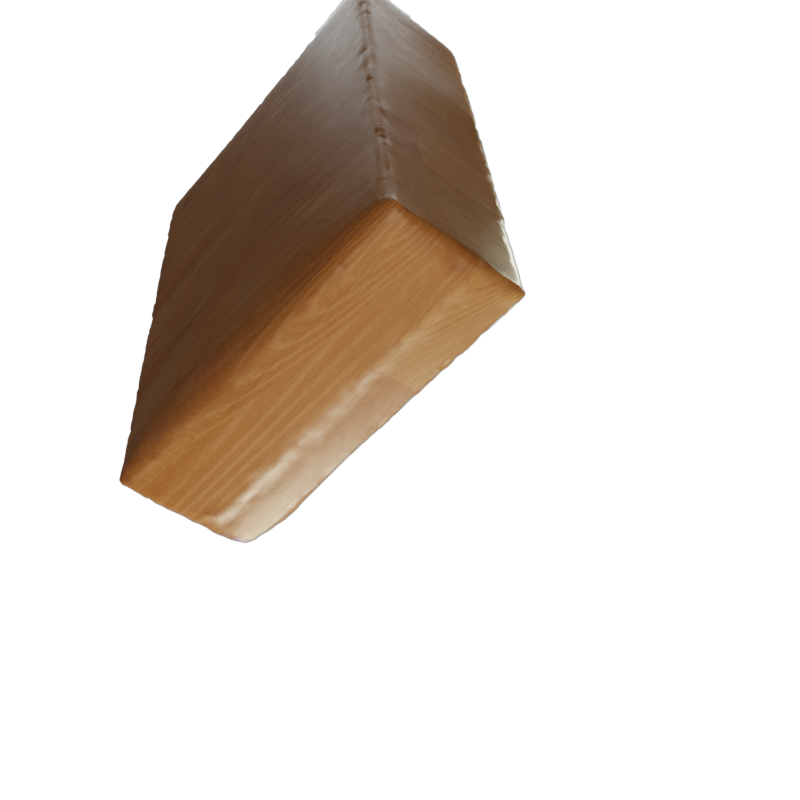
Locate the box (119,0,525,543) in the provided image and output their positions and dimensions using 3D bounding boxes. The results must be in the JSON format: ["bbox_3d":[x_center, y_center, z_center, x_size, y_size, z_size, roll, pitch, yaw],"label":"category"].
[{"bbox_3d":[-0.038,-0.070,0.490,0.068,0.161,0.229,33,28,-25],"label":"box"}]
